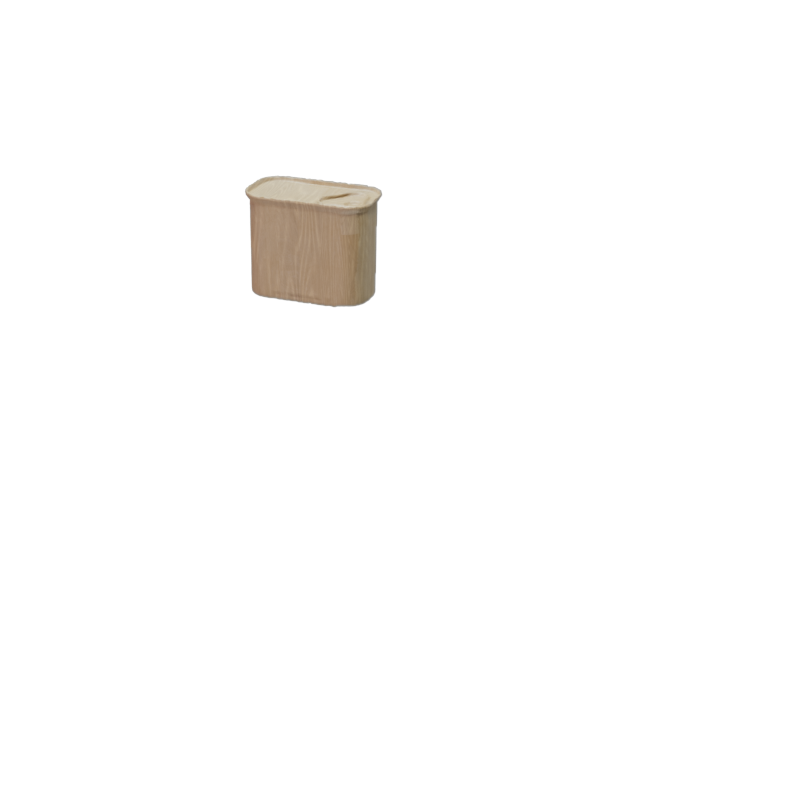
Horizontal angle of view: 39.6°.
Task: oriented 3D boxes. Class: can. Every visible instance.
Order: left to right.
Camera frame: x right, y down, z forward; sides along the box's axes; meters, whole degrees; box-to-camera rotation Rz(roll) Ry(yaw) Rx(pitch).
[{"bbox_3d":[-0.067,-0.122,0.857,0.105,0.080,0.059,9,24,18],"label":"can"}]
